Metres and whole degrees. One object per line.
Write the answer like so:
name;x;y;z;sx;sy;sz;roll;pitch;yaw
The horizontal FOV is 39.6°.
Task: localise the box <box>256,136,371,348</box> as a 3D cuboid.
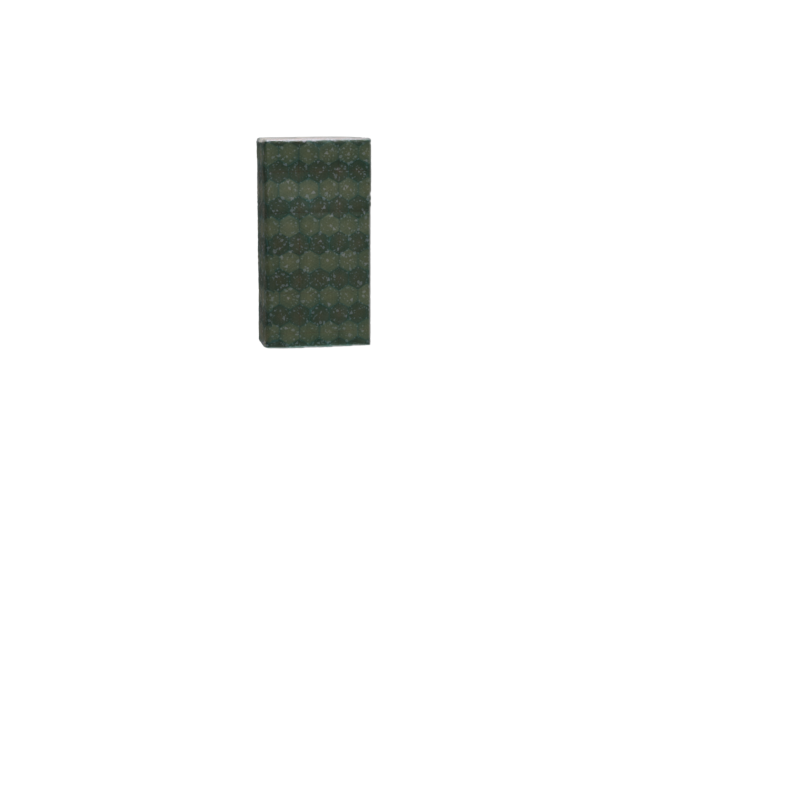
box;-0.073;-0.134;0.935;0.092;0.174;0.050;-2;7;-14
